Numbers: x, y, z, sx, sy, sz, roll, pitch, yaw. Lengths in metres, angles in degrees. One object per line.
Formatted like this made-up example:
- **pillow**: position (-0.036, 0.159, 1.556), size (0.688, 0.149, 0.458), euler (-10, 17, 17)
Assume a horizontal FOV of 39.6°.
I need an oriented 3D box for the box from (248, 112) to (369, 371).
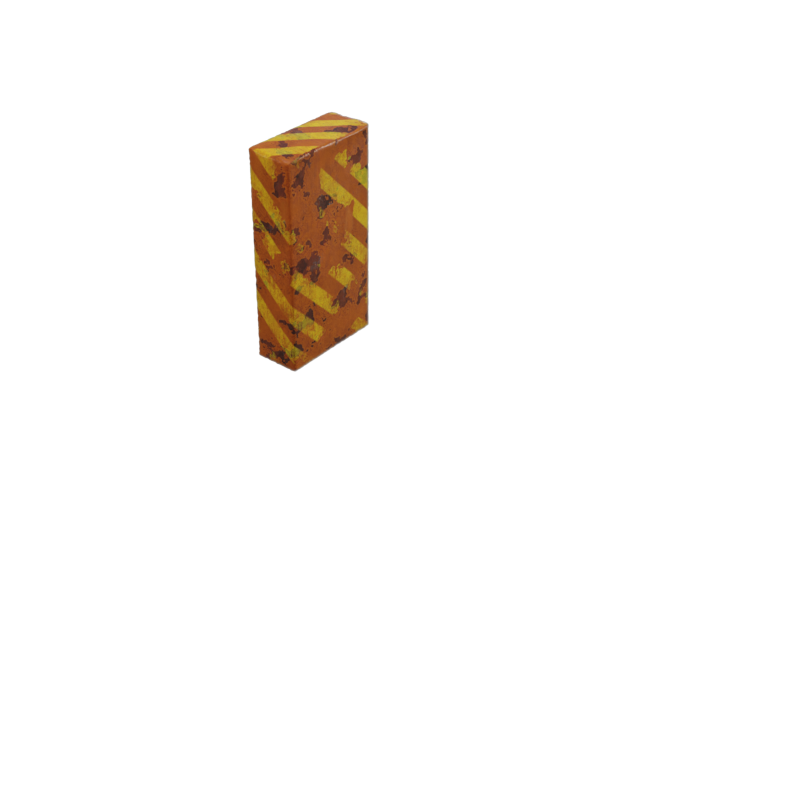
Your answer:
- **box**: position (-0.066, -0.120, 0.840), size (0.051, 0.165, 0.094), euler (24, 39, 30)
